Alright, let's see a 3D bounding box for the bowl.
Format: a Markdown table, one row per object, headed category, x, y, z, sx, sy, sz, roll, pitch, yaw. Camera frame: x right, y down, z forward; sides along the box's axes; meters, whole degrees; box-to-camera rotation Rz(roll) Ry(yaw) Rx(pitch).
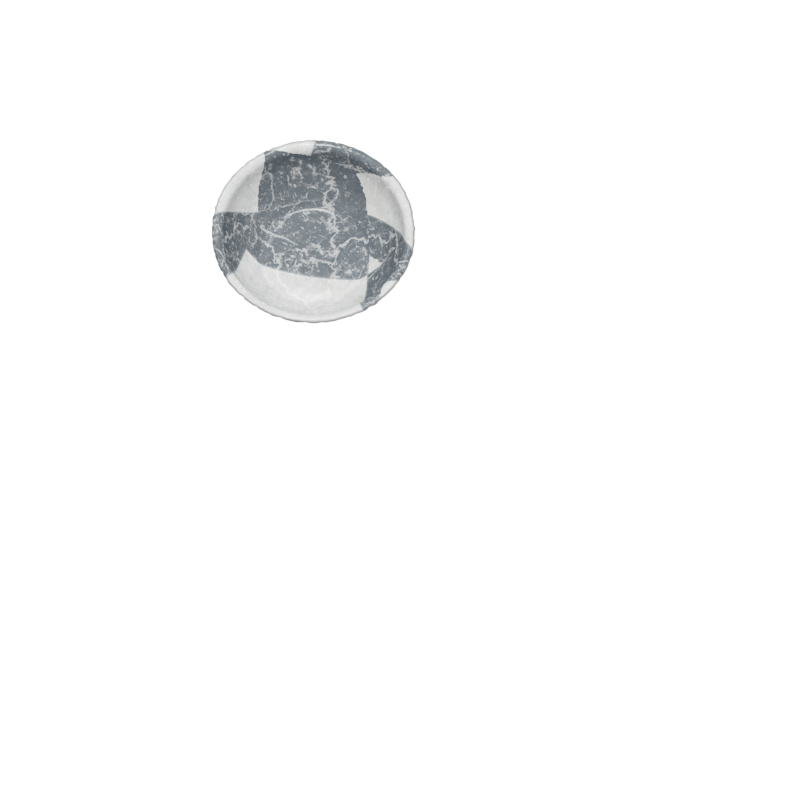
| category | x | y | z | sx | sy | sz | roll | pitch | yaw |
| --- | --- | --- | --- | --- | --- | --- | --- | --- | --- |
| bowl | -0.071 | -0.129 | 0.901 | 0.162 | 0.171 | 0.052 | -1 | -24 | -1 |
